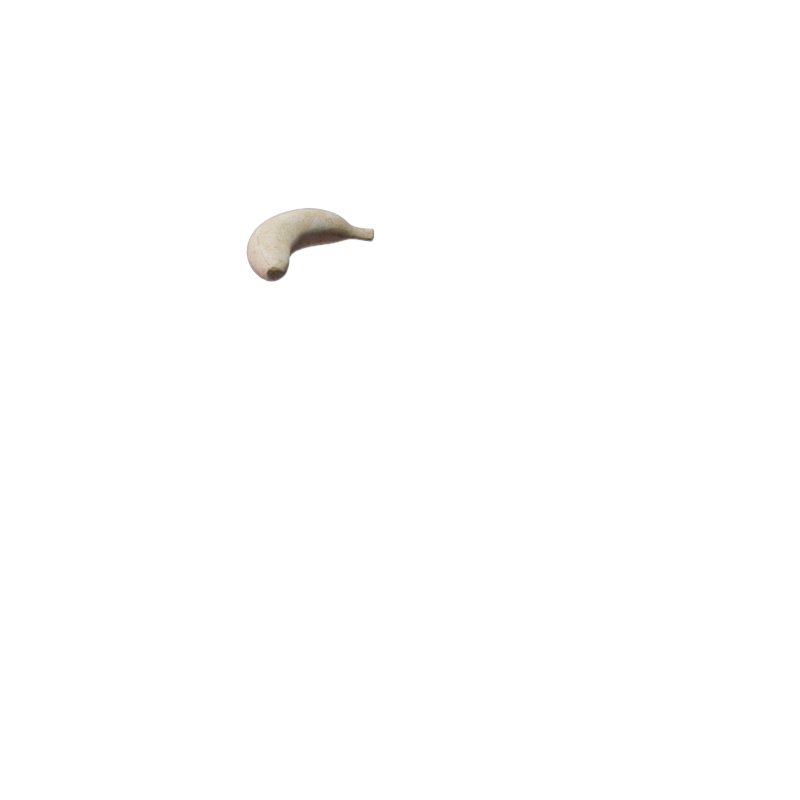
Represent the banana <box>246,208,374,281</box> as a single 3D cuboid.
[{"bbox_3d":[-0.089,-0.138,0.952,0.072,0.035,0.198,8,21,21],"label":"banana"}]
